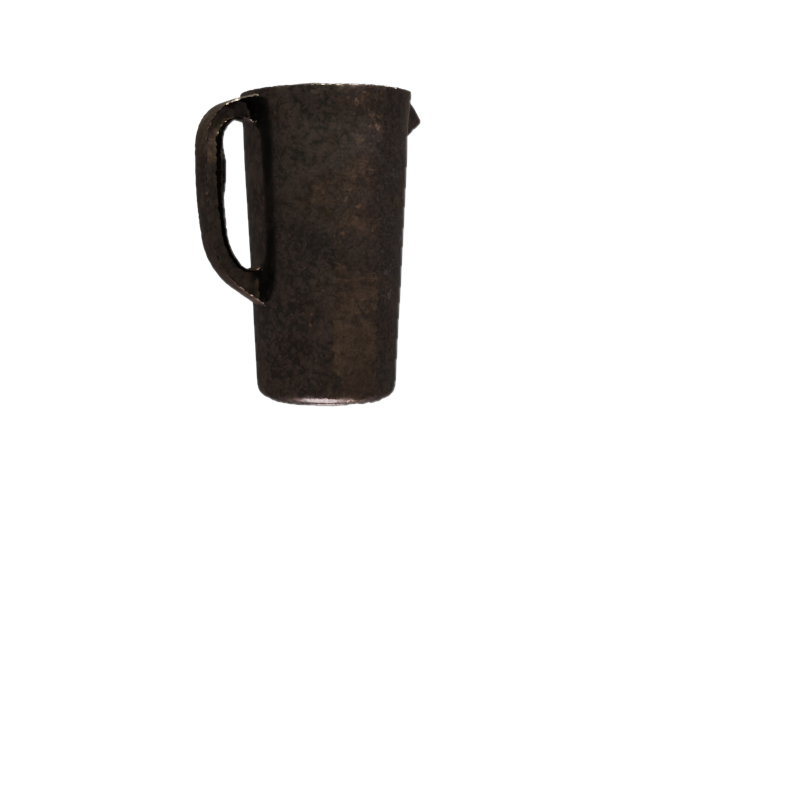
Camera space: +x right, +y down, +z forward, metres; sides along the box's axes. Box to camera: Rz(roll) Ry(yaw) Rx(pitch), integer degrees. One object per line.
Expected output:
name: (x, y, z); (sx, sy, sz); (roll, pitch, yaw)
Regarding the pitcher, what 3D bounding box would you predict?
pitcher: (-0.067, -0.122, 0.856); (0.152, 0.243, 0.143); (1, 2, 14)
